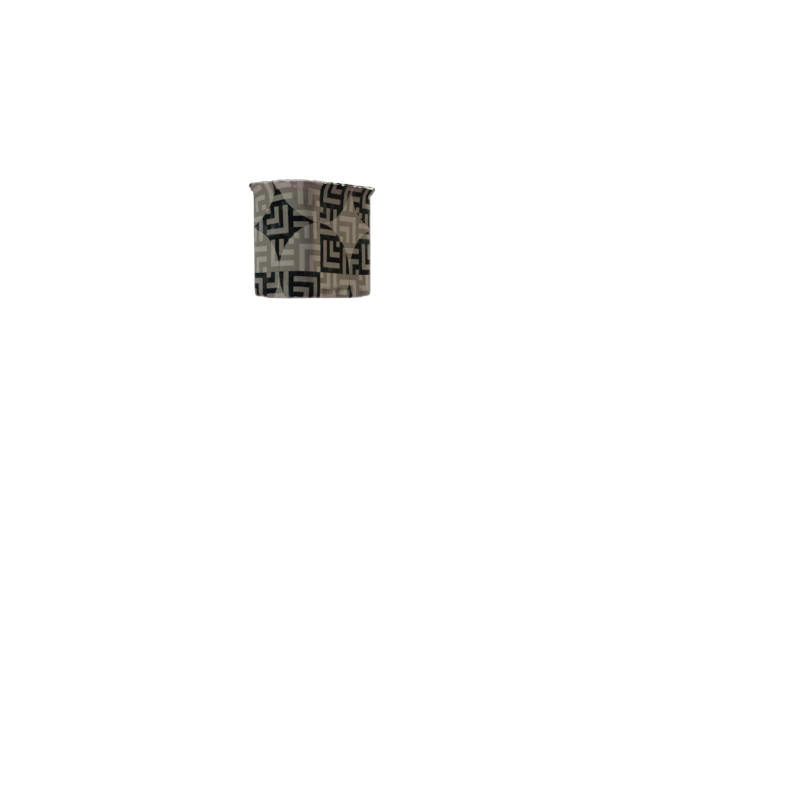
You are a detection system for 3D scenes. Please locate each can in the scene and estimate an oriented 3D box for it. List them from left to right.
[{"bbox_3d":[-0.064,-0.117,0.821,0.060,0.084,0.098,0,2,37],"label":"can"}]
